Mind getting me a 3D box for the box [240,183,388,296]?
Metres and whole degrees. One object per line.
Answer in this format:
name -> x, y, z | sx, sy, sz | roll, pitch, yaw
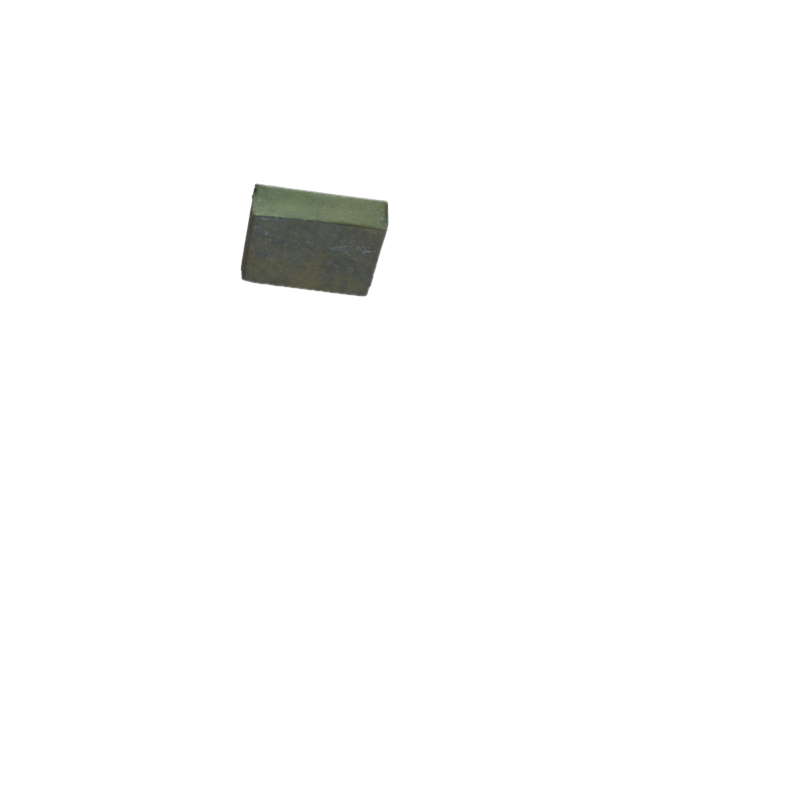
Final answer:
box -> -0.072, -0.132, 0.925 | 0.112, 0.042, 0.085 | 6, -37, -8
